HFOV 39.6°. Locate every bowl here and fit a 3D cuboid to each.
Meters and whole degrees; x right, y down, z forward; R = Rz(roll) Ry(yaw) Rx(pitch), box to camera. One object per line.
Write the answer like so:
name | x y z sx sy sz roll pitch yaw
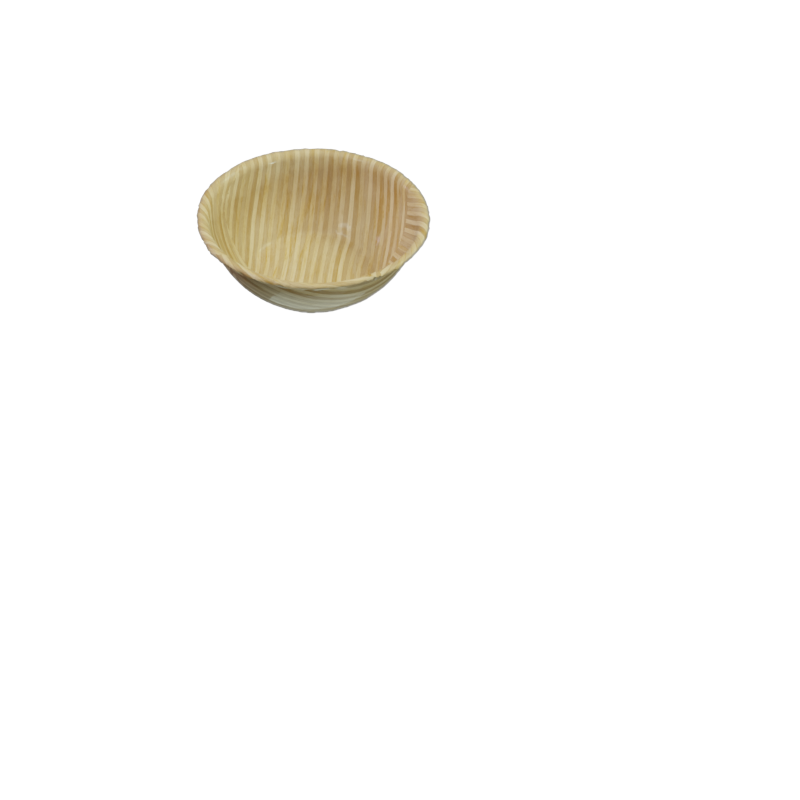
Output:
bowl | -0.061 -0.112 0.782 0.162 0.051 0.174 -1 43 -1
